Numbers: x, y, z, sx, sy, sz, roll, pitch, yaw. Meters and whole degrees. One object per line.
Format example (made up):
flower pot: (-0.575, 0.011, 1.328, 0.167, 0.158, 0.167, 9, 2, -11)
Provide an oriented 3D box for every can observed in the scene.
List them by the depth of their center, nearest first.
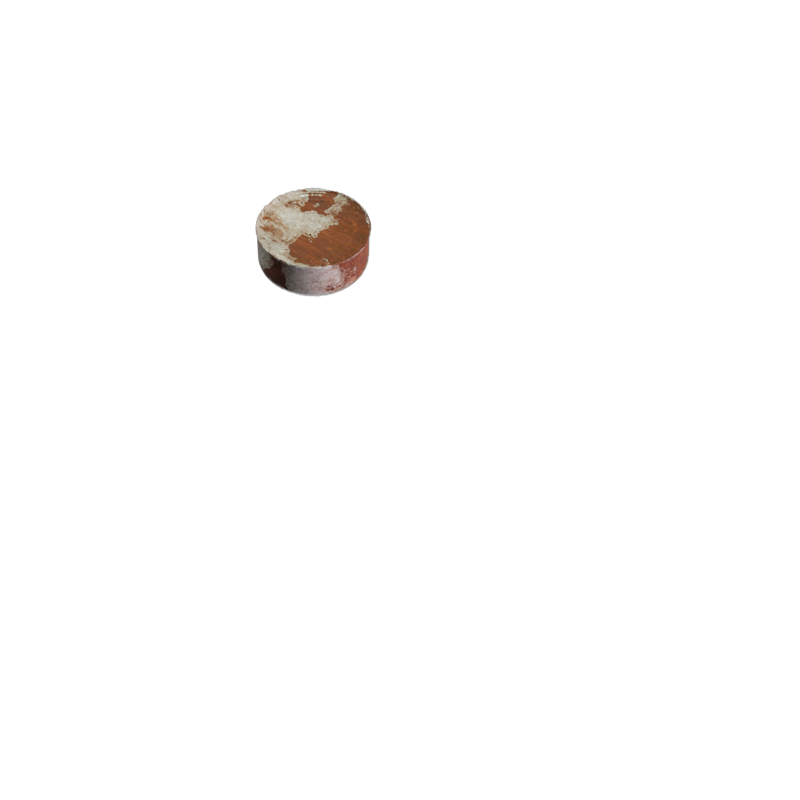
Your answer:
can: (-0.065, -0.119, 0.831, 0.086, 0.092, 0.031, -1, -42, -1)
